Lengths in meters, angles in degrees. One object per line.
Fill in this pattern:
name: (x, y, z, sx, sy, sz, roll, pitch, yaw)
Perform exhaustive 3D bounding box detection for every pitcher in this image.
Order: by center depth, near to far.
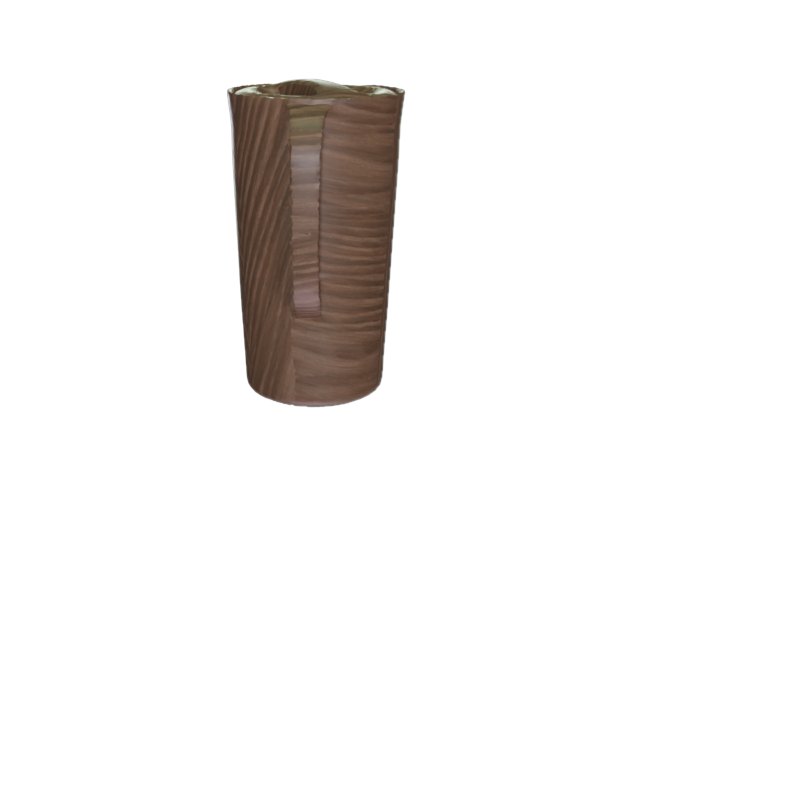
pitcher: (-0.066, -0.121, 0.844, 0.146, 0.235, 0.153, -13, 20, -43)
